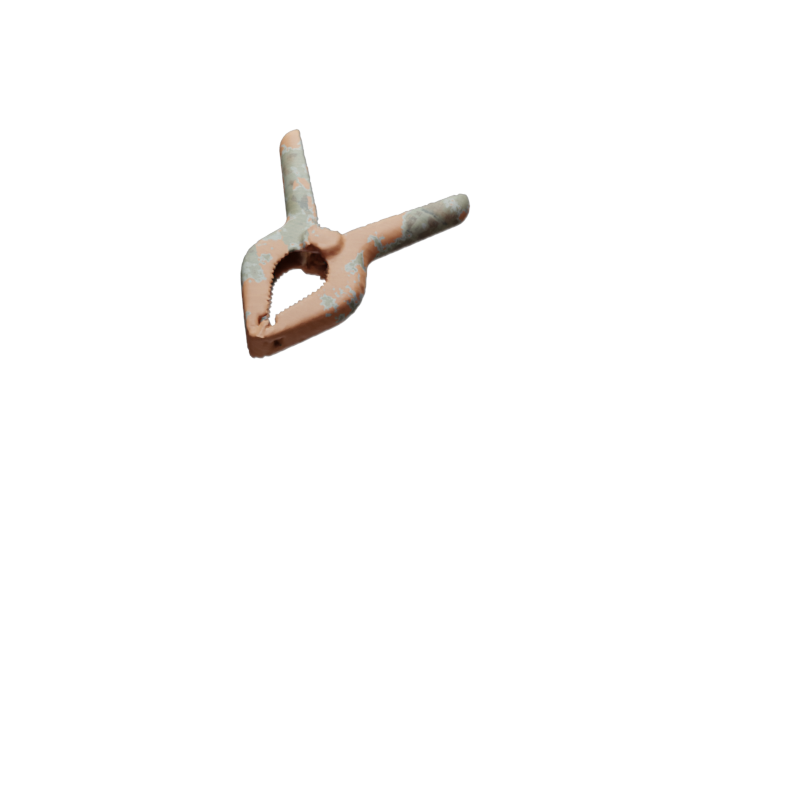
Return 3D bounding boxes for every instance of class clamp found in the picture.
[{"bbox_3d":[-0.066,-0.120,0.844,0.172,0.215,0.034,27,-32,19],"label":"clamp"}]
